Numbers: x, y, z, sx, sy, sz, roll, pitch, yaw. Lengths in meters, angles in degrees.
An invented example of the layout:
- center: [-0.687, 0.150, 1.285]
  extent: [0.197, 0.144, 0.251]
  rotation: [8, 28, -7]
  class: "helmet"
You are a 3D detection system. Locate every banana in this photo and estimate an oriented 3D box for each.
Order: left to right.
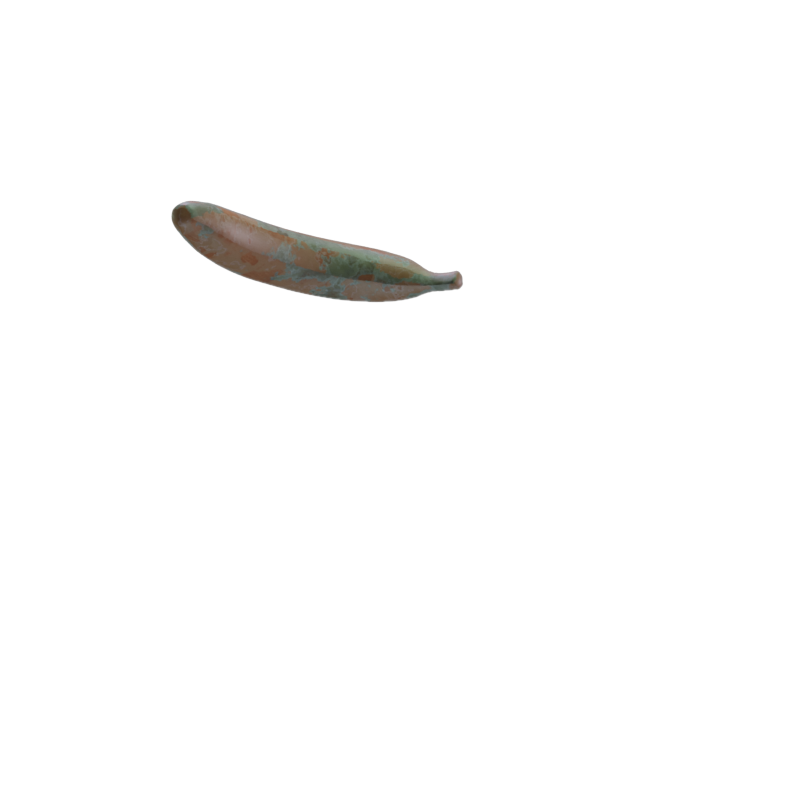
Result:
- center: [-0.060, -0.093, 0.708]
  extent: [0.190, 0.039, 0.069]
  rotation: [9, -22, -25]
  class: "banana"
